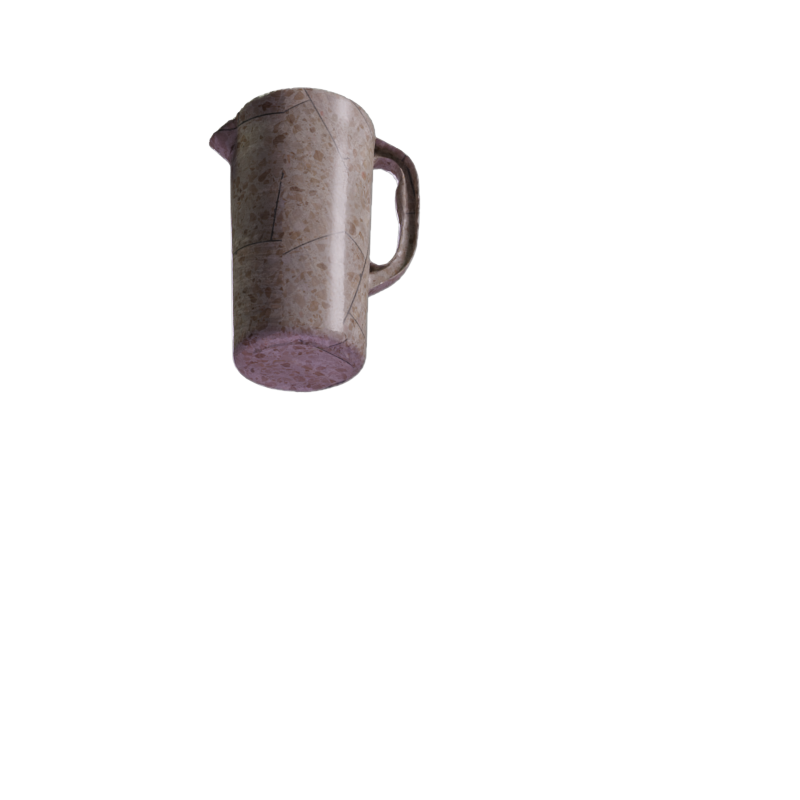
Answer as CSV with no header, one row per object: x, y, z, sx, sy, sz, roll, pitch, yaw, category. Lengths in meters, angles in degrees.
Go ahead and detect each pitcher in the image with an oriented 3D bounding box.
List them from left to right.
-0.074,-0.135,0.947,0.151,0.259,0.134,-18,-33,26,pitcher
